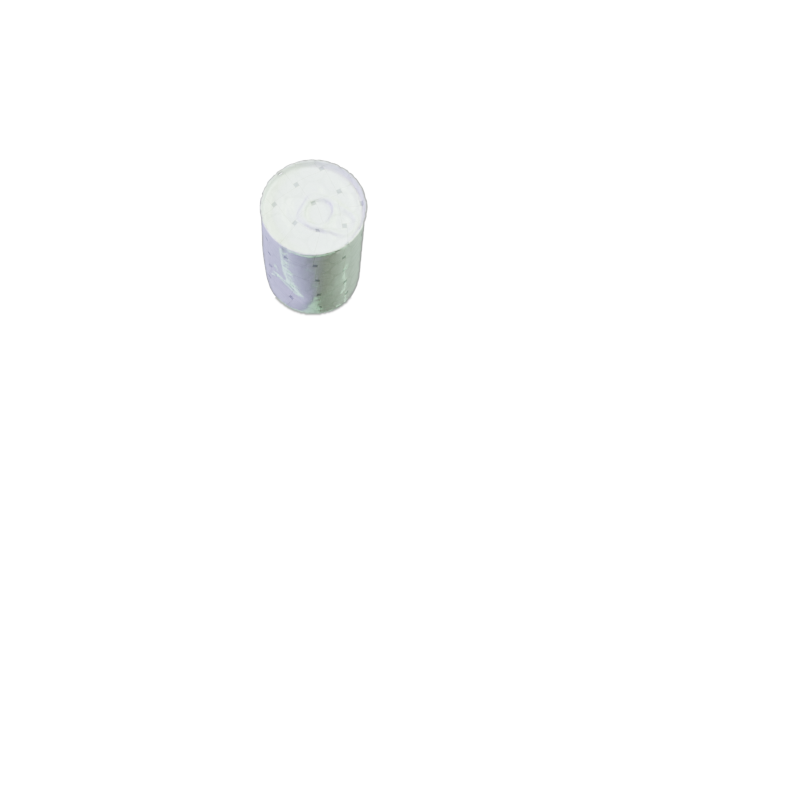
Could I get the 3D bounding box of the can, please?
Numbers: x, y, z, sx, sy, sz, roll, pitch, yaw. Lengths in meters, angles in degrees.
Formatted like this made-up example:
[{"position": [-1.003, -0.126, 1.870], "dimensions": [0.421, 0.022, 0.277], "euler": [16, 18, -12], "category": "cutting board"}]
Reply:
[{"position": [-0.058, -0.106, 0.742], "dimensions": [0.068, 0.072, 0.097], "euler": [0, -21, -3], "category": "can"}]
